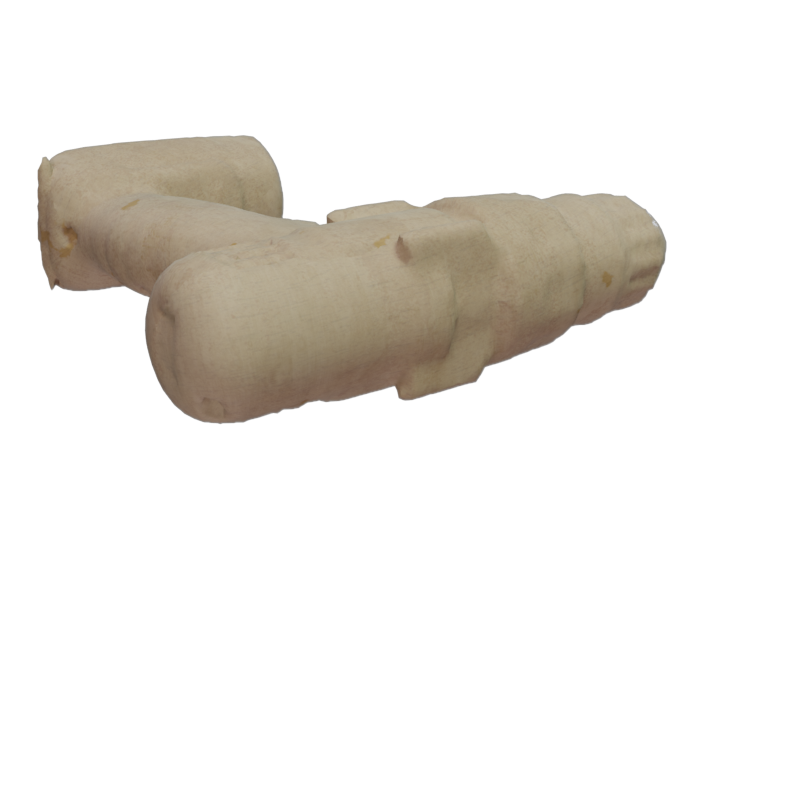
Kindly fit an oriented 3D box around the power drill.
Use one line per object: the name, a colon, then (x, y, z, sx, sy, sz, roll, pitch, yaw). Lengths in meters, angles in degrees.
power drill: (-0.030, -0.055, 0.385, 0.180, 0.055, 0.199, -13, 23, -35)
